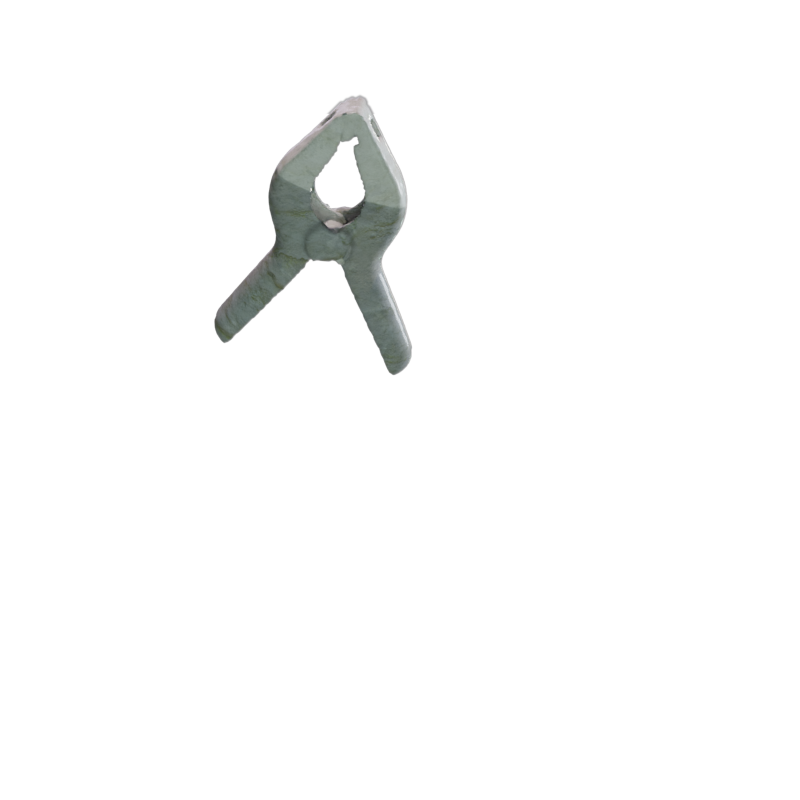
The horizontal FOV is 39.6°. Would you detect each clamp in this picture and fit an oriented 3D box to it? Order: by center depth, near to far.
[{"bbox_3d":[-0.051,-0.092,0.646,0.120,0.162,0.041,1,25,-1],"label":"clamp"}]
